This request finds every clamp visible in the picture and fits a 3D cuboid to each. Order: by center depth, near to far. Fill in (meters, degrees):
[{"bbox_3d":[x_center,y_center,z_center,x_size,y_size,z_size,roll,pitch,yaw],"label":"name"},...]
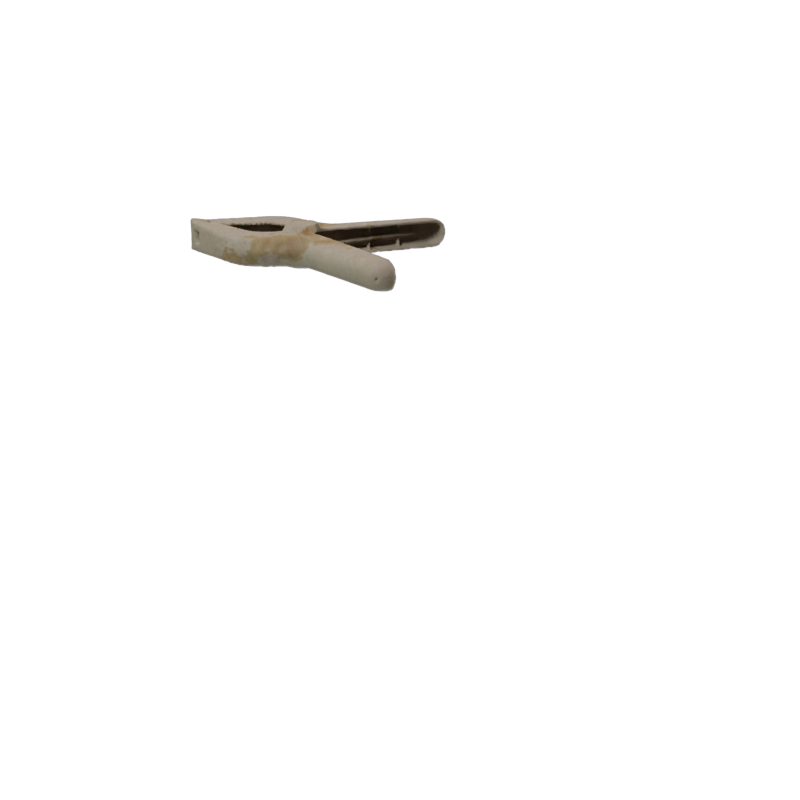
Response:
[{"bbox_3d":[-0.072,-0.131,0.917,0.218,0.035,0.165,9,22,24],"label":"clamp"}]
